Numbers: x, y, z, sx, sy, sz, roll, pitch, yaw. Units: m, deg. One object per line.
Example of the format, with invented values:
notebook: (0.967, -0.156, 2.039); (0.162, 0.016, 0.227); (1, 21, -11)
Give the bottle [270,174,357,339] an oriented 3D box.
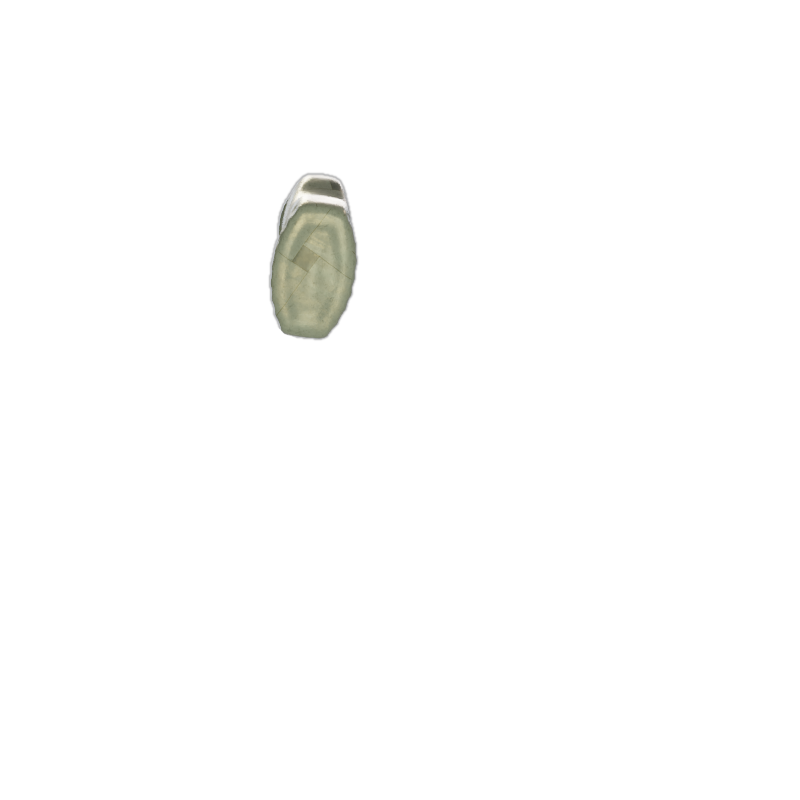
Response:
bottle: (-0.065, -0.119, 0.835); (0.058, 0.093, 0.200); (6, 19, -6)
